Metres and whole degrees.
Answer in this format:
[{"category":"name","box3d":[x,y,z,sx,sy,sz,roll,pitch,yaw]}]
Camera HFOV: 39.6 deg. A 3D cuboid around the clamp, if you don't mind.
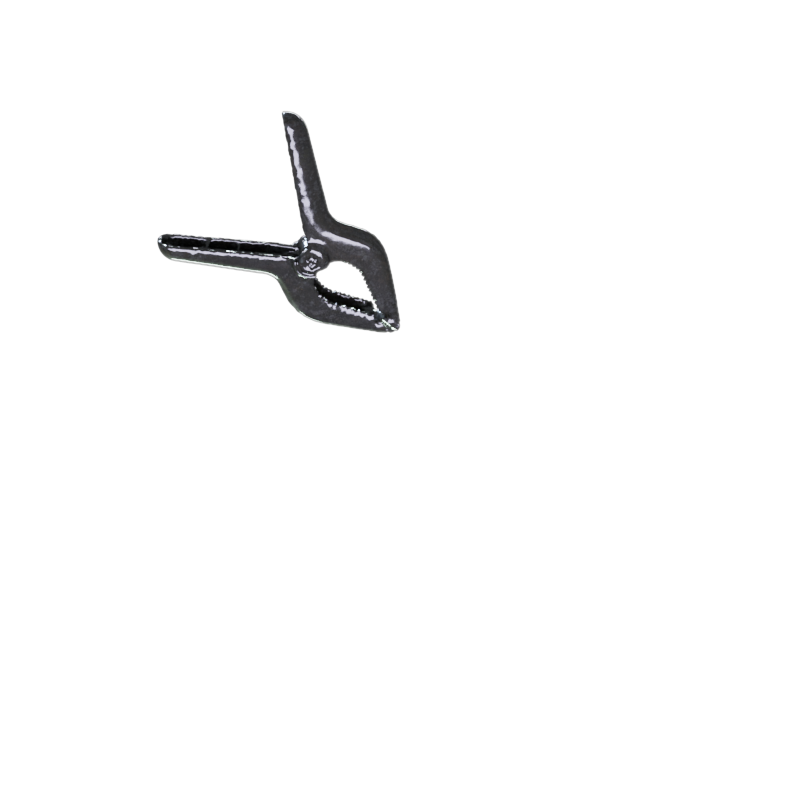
[{"category":"clamp","box3d":[-0.072,-0.131,0.918,0.202,0.161,0.039,33,25,-18]}]
